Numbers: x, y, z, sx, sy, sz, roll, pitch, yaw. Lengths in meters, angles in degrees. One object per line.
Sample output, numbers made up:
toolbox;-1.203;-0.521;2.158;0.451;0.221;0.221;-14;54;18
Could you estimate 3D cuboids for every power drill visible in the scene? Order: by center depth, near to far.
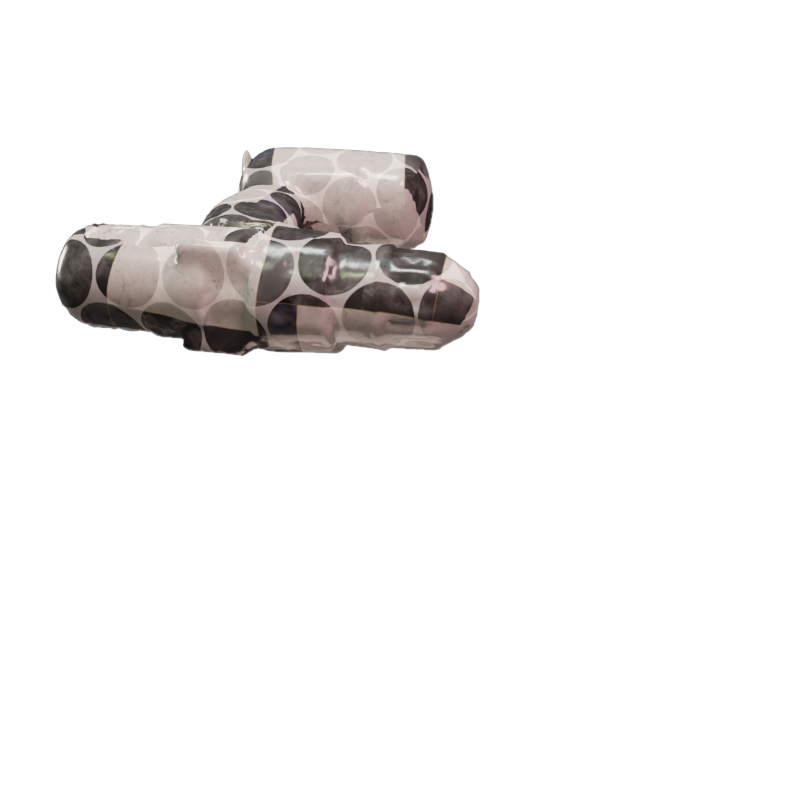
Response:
power drill;-0.041;-0.075;0.526;0.189;0.055;0.191;7;23;16
